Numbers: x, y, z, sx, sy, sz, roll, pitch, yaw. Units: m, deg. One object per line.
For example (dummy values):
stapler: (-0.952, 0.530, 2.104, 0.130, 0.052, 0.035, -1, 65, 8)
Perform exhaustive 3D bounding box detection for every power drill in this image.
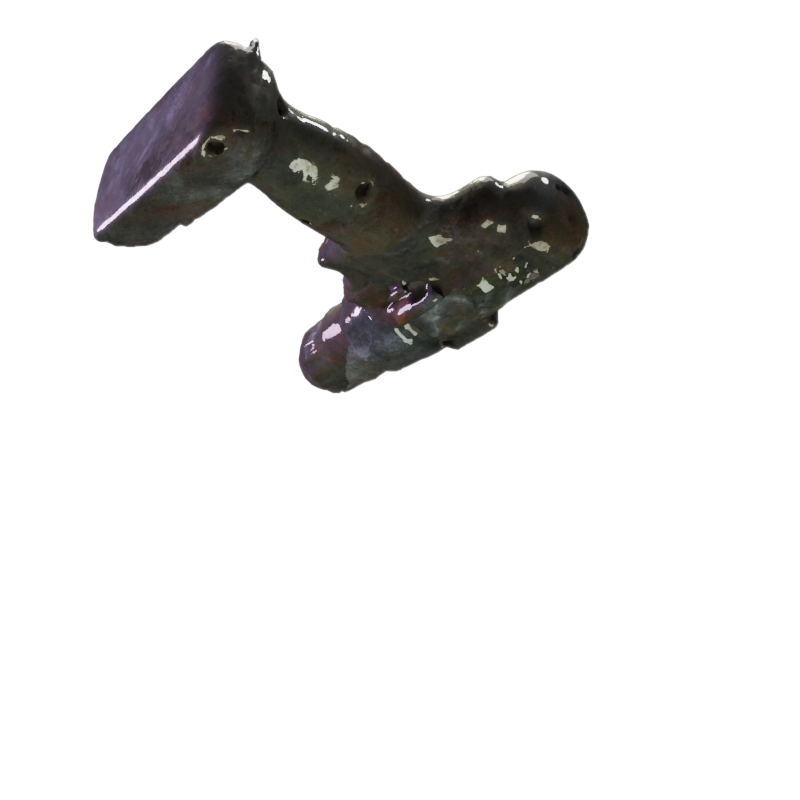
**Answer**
power drill: (-0.039, -0.072, 0.504, 0.177, 0.061, 0.182, 23, -38, -32)
